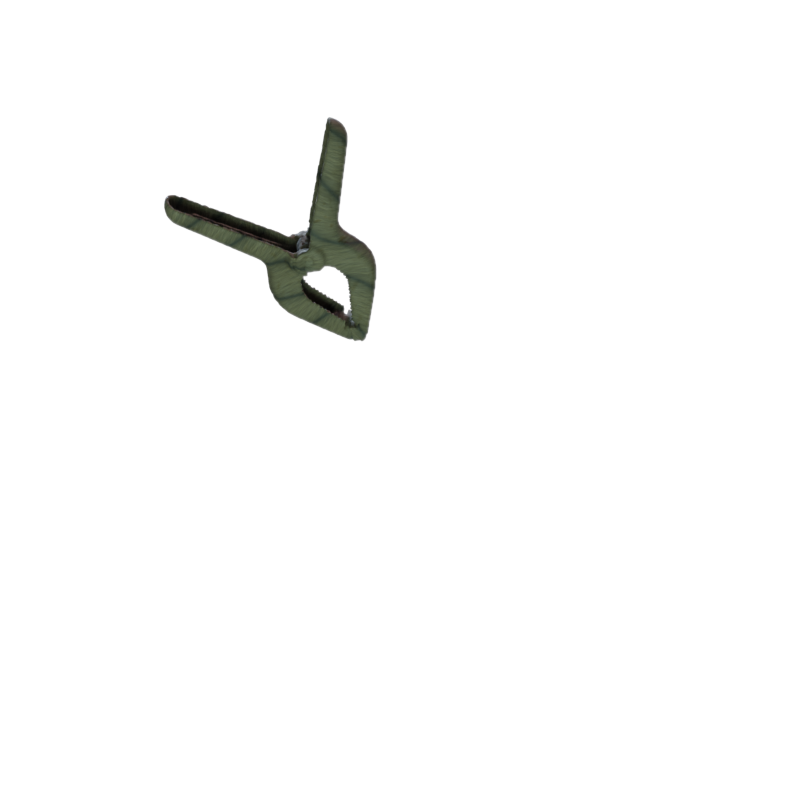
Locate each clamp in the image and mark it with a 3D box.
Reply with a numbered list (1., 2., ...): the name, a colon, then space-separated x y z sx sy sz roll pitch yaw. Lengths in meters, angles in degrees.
1. clamp: -0.073 -0.133 0.935 0.164 0.196 0.039 -28 33 20
